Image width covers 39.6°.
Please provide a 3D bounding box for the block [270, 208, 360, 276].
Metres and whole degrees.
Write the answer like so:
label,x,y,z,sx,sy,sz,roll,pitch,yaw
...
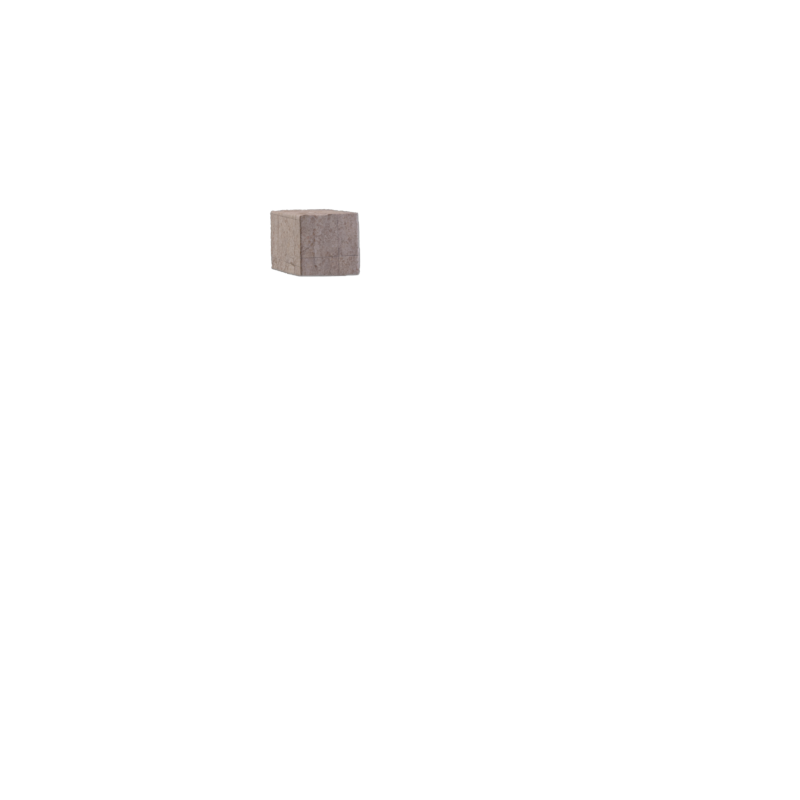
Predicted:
label,x,y,z,sx,sy,sz,roll,pitch,yaw
block,-0.072,-0.132,0.921,0.051,0.050,0.081,-4,11,-24
